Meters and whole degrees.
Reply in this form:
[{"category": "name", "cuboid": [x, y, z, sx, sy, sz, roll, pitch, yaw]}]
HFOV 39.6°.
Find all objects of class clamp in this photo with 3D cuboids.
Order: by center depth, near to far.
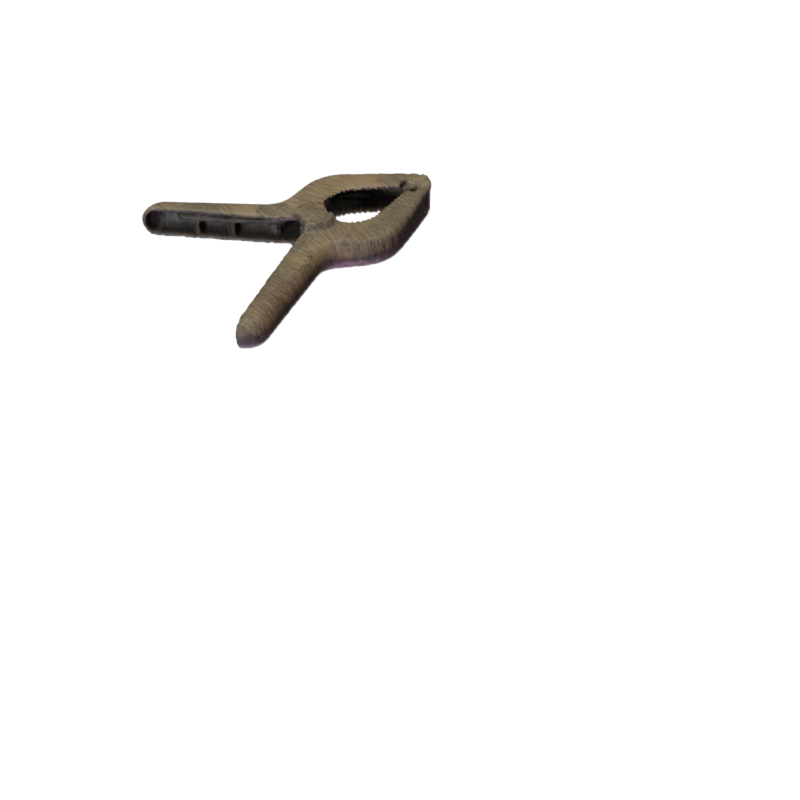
[{"category": "clamp", "cuboid": [-0.062, -0.113, 0.794, 0.208, 0.034, 0.178, -17, 45, -18]}]
